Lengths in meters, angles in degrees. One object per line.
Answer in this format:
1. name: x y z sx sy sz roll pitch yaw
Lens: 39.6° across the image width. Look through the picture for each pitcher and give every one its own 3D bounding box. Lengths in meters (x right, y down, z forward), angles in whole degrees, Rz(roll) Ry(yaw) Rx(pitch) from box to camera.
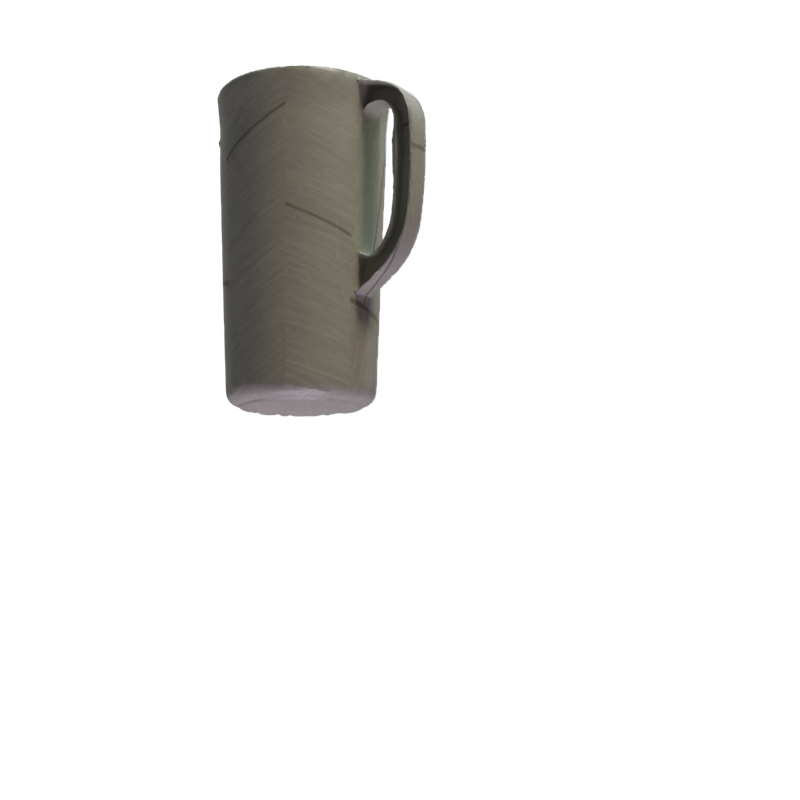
1. pitcher: -0.064 -0.116 0.814 0.143 0.252 0.146 1 -14 -9
